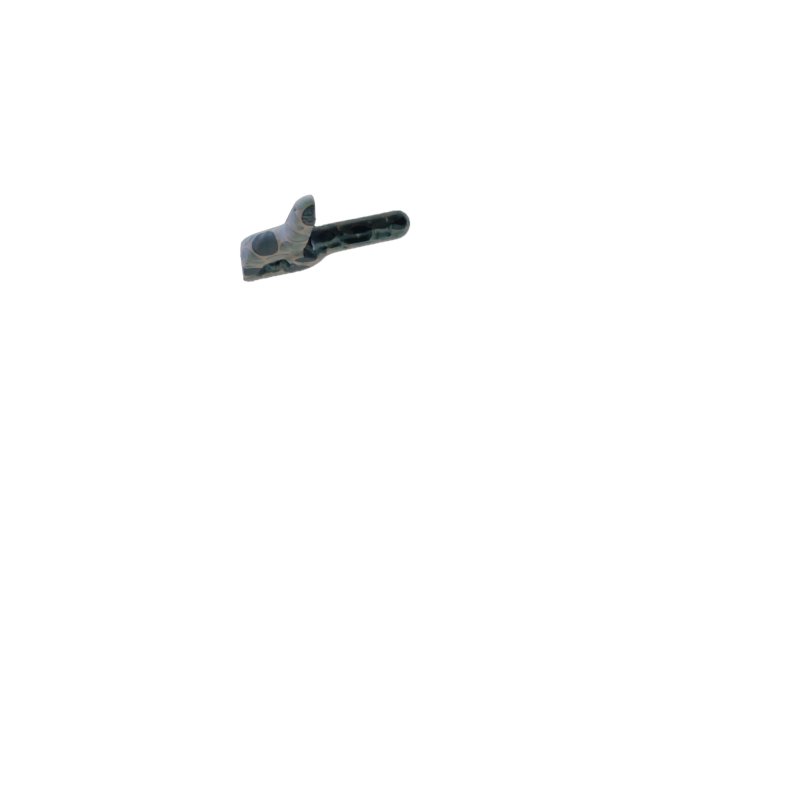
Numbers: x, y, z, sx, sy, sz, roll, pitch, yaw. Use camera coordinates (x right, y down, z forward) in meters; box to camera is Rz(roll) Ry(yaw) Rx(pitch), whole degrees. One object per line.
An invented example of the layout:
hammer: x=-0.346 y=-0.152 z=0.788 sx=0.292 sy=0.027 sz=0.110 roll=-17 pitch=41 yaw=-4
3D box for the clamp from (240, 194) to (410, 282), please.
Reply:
clamp: x=-0.077 y=-0.140 z=0.980 sx=0.115 sy=0.041 sz=0.173 roll=7 pitch=-13 yaw=-33
